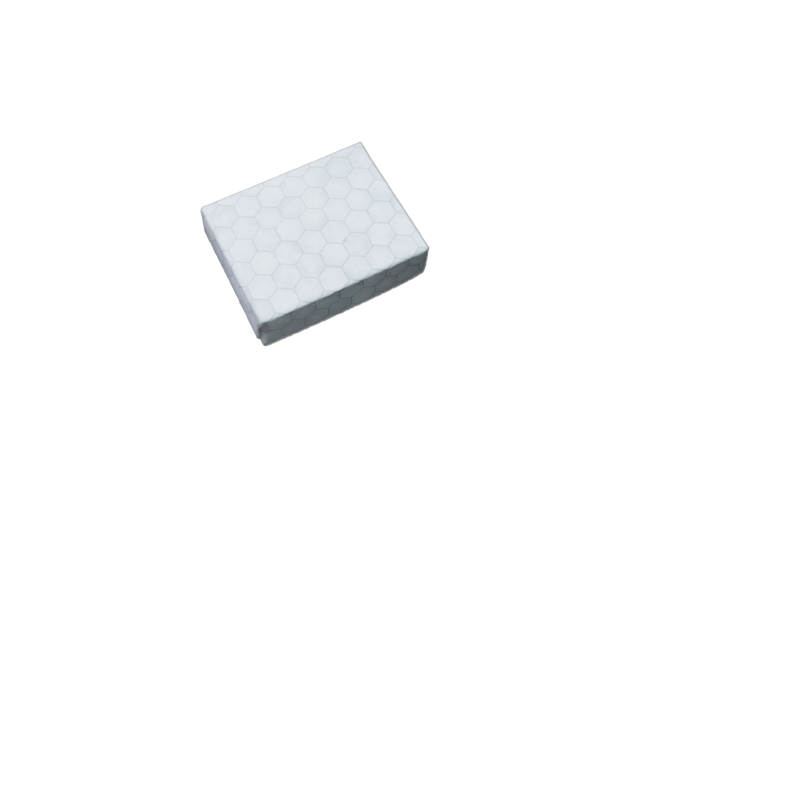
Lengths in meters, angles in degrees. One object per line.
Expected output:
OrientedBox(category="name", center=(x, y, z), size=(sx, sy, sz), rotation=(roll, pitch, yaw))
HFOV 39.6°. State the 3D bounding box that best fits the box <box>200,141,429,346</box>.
OrientedBox(category="box", center=(-0.053, -0.096, 0.674), size=(0.113, 0.096, 0.037), rotation=(-24, -26, -13))
